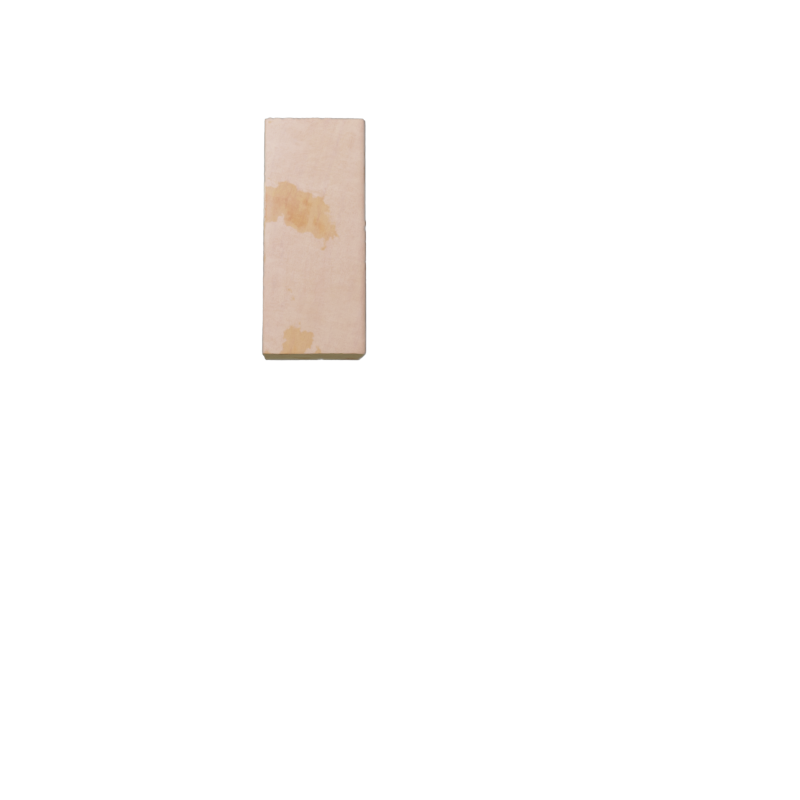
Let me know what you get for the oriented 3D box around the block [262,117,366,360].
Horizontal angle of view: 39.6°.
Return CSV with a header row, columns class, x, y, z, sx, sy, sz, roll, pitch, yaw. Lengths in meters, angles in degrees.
class,x,y,z,sx,sy,sz,roll,pitch,yaw
block,-0.077,-0.142,0.993,0.090,0.211,0.089,0,-8,-4
